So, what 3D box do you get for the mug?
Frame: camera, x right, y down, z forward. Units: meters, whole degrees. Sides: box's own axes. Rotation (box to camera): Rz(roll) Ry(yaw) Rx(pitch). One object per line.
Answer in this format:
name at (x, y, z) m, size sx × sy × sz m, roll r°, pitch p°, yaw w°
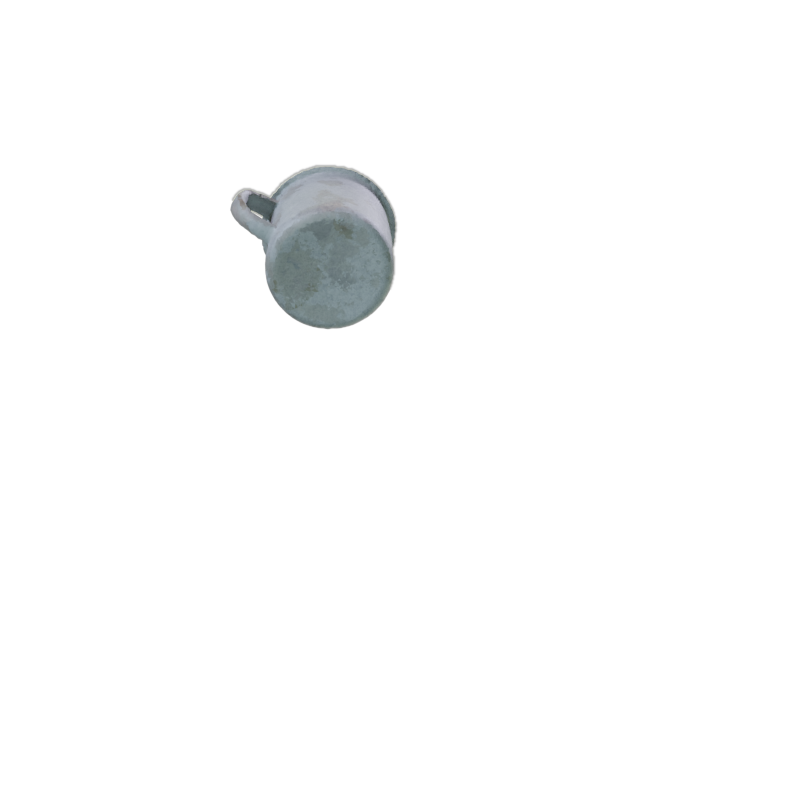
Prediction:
mug at (-0.057, -0.103, 0.722) m, size 0.114 × 0.091 × 0.086 m, roll 29°, pitch 19°, yaw -12°
